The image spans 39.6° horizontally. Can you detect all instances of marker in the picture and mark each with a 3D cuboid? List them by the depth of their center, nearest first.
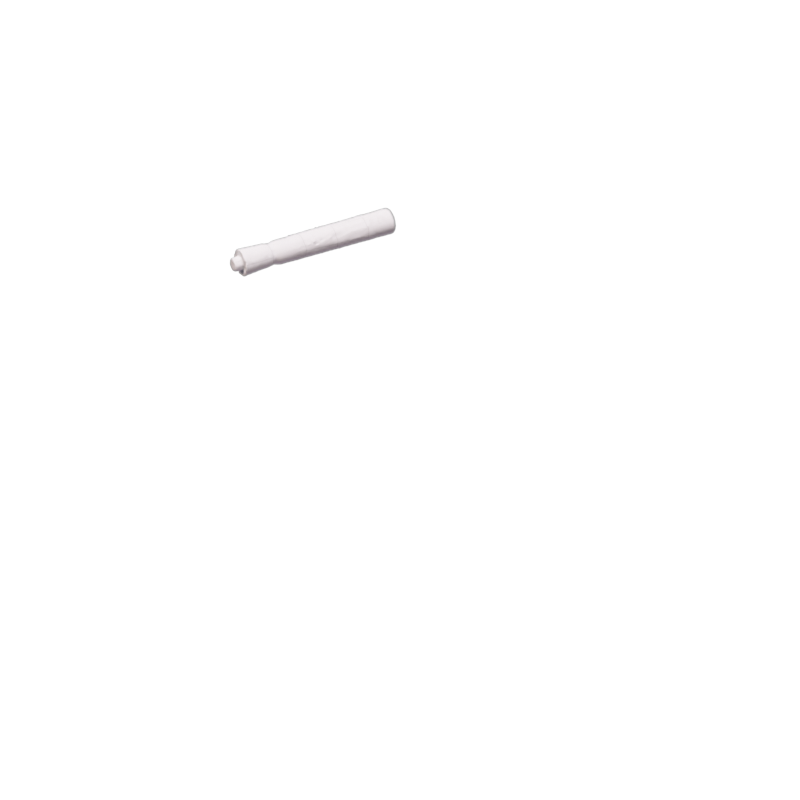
[{"bbox_3d":[-0.059,-0.107,0.748,0.119,0.019,0.020,-20,13,-25],"label":"marker"}]
